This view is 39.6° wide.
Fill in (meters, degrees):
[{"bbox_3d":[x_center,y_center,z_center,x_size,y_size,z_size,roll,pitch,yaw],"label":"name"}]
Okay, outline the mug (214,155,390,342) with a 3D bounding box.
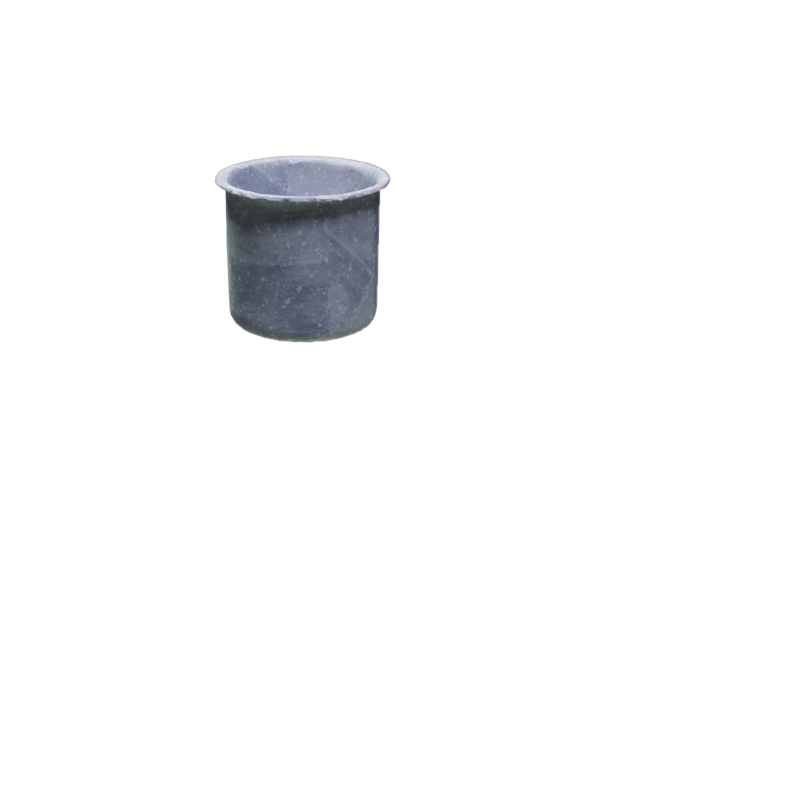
[{"bbox_3d":[-0.048,-0.087,0.609,0.097,0.078,0.118,10,25,23],"label":"mug"}]
